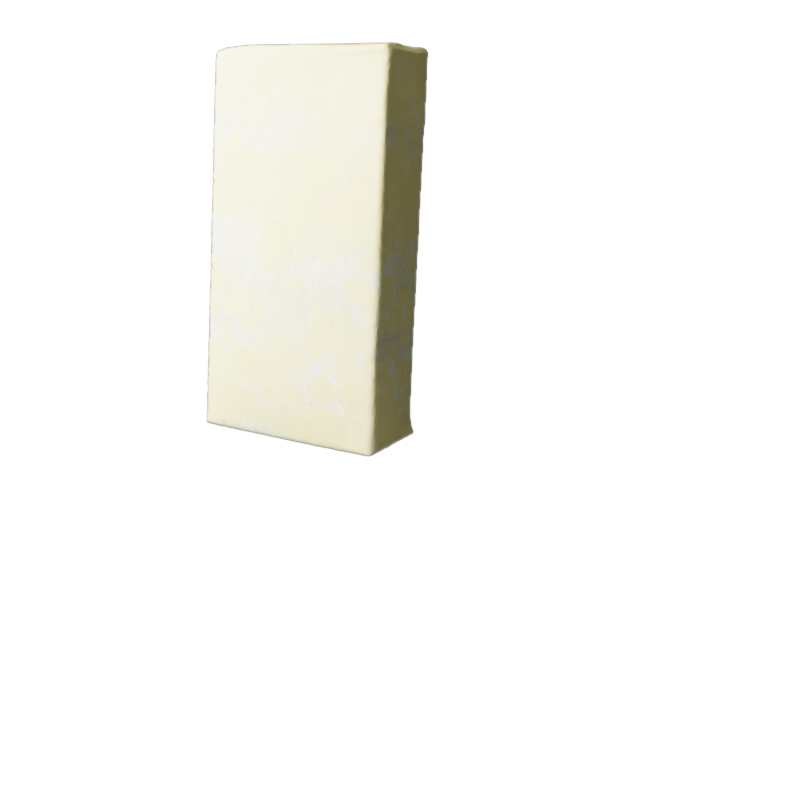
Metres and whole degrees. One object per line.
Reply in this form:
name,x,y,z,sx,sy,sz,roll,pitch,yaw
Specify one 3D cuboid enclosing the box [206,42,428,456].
box,-0.040,-0.072,0.502,0.097,0.173,0.047,6,10,30
